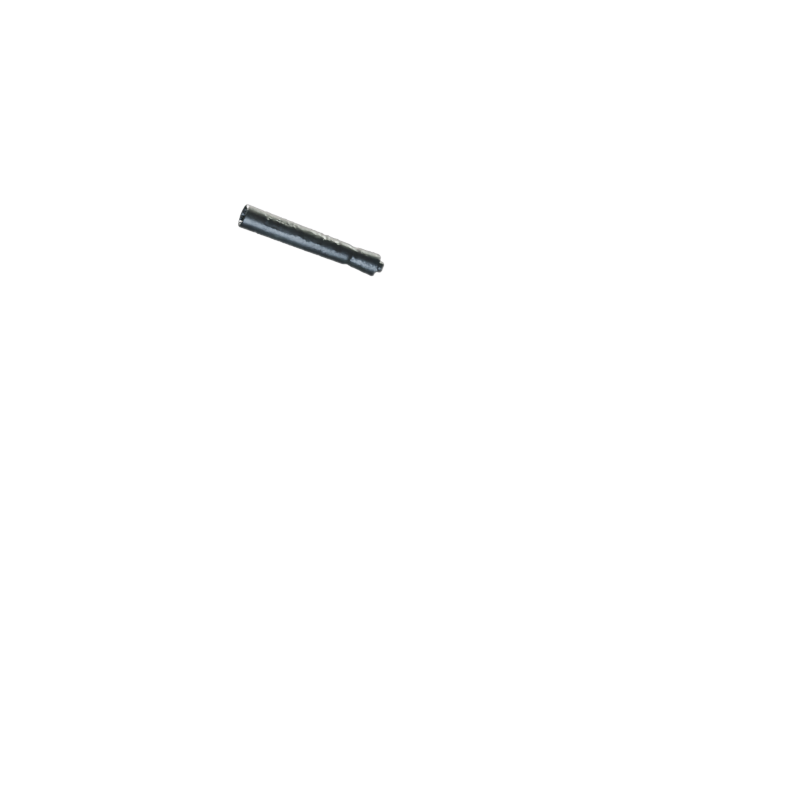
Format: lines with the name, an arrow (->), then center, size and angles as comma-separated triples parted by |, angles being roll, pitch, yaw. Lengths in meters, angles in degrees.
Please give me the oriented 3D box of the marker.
marker -> -0.068, -0.124, 0.868 | 0.117, 0.020, 0.020 | 19, -2, -16
